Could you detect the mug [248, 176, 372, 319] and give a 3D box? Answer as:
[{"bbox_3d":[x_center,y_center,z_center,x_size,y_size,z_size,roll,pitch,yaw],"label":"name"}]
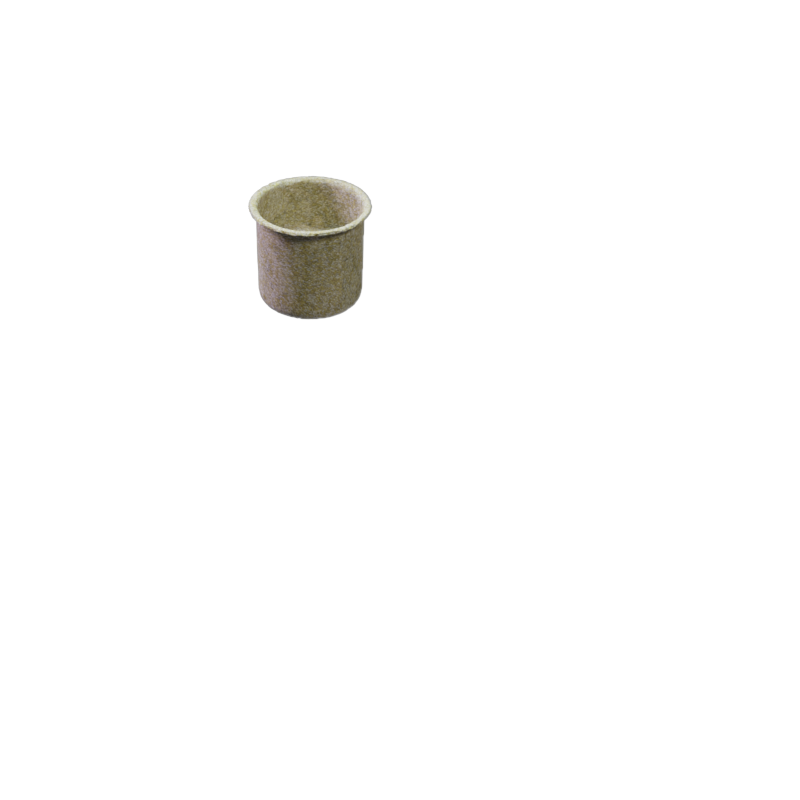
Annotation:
[{"bbox_3d":[-0.068,-0.123,0.864,0.094,0.076,0.123,6,35,6],"label":"mug"}]
